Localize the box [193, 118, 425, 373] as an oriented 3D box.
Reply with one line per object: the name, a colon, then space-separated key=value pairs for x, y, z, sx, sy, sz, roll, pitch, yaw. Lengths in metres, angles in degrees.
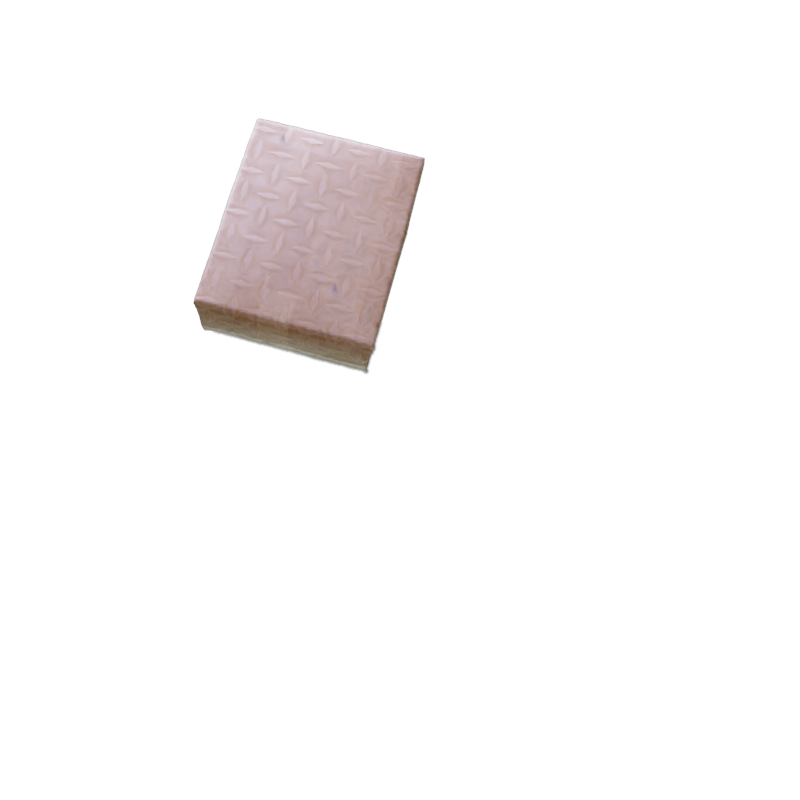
box: x=-0.044 y=-0.080 z=0.558 sx=0.091 sy=0.118 sz=0.037 roll=13 pitch=-23 yaw=5
